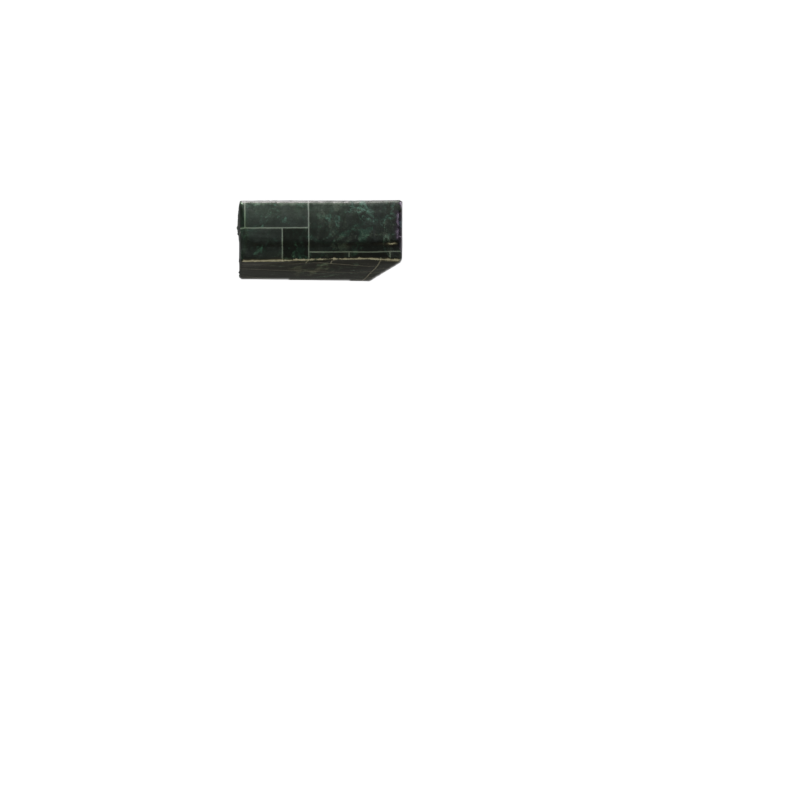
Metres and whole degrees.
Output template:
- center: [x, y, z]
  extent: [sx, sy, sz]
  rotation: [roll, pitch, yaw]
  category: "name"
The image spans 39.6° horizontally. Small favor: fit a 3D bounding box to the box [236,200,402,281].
- center: [-0.051, -0.093, 0.651]
  extent: [0.089, 0.039, 0.113]
  rotation: [0, -1, -8]
  category: "box"
